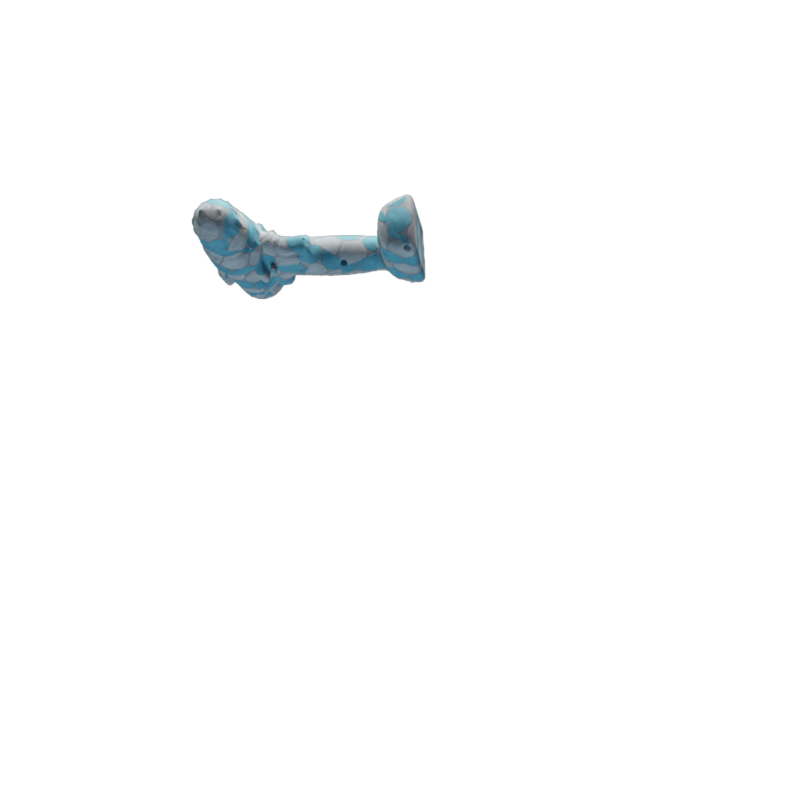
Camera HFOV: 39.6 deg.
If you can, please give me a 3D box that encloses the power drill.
[{"bbox_3d":[-0.077,-0.140,0.978,0.190,0.059,0.176,-2,-11,10],"label":"power drill"}]
